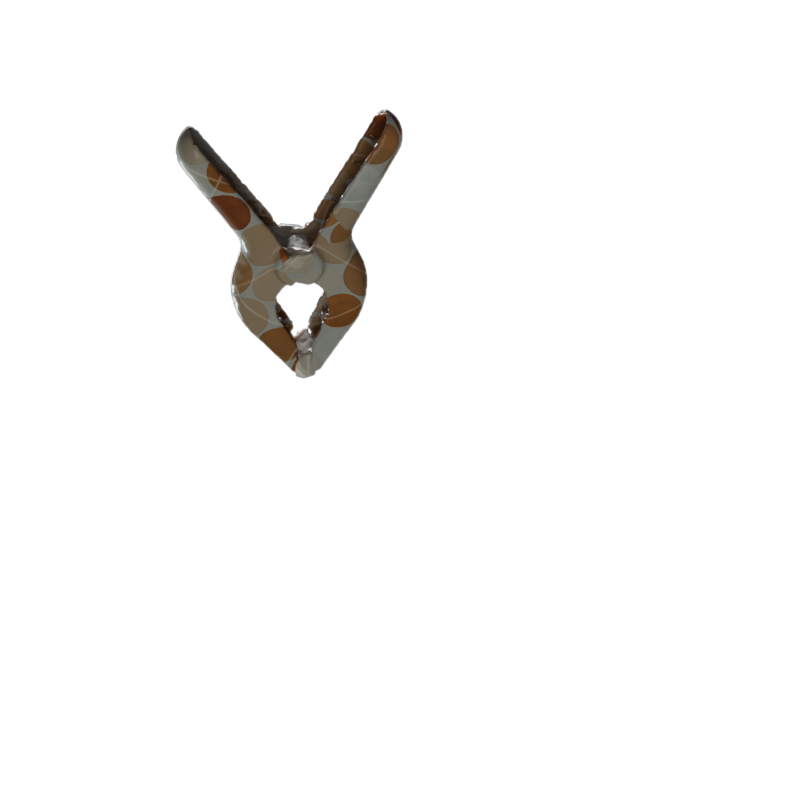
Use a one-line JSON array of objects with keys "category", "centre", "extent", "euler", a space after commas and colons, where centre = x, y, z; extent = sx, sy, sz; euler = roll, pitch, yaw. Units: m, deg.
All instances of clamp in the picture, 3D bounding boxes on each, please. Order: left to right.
[{"category": "clamp", "centre": [-0.049, -0.090, 0.628], "extent": [0.121, 0.159, 0.042], "euler": [-8, 38, 6]}]
